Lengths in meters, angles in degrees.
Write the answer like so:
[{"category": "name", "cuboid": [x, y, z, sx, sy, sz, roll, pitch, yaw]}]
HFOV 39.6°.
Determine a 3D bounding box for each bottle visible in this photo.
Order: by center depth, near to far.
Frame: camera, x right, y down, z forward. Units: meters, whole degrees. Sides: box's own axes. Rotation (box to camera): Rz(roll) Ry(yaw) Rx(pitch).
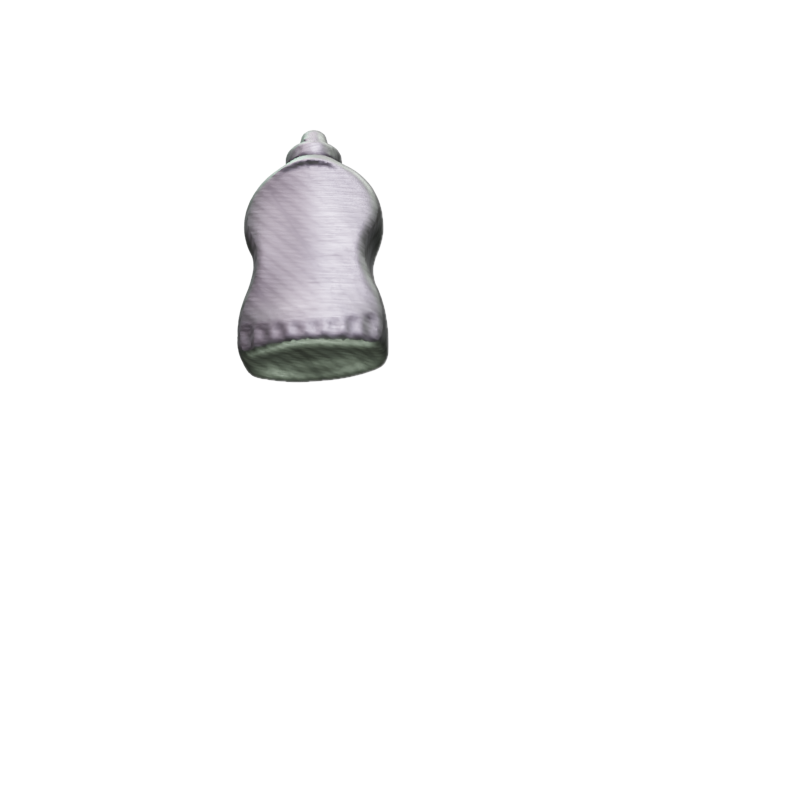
[{"category": "bottle", "cuboid": [-0.060, -0.108, 0.762, 0.097, 0.205, 0.054, -7, -33, 7]}]
